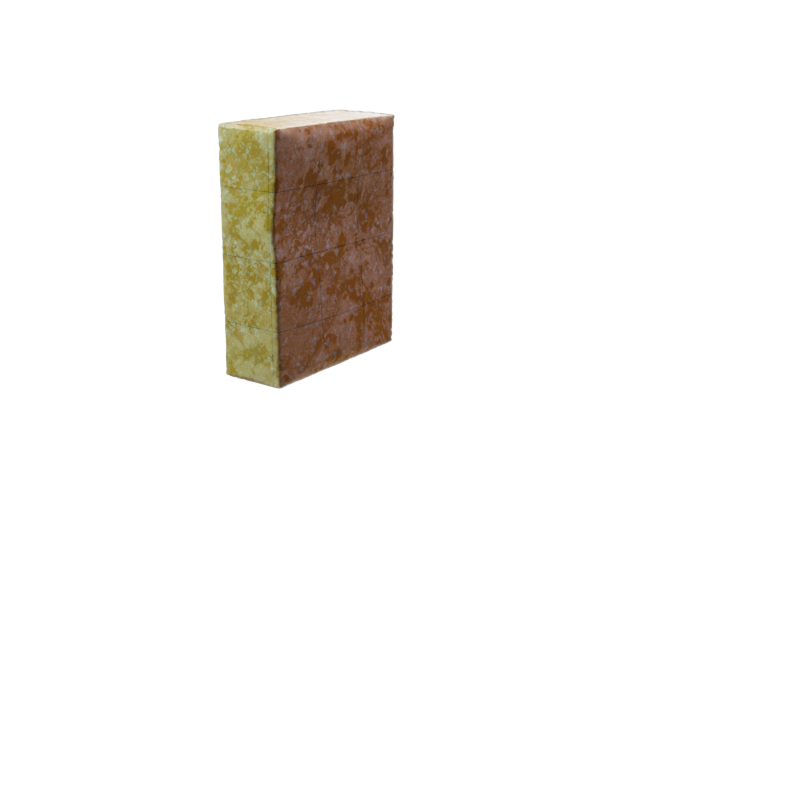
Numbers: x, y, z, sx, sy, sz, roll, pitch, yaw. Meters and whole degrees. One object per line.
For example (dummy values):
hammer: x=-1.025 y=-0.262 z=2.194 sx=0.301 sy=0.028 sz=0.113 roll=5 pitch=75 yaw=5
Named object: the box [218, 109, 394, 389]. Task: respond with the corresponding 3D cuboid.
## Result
box: x=-0.075 y=-0.136 z=0.953 sx=0.075 sy=0.207 sz=0.162 roll=10 pitch=18 yaw=35
